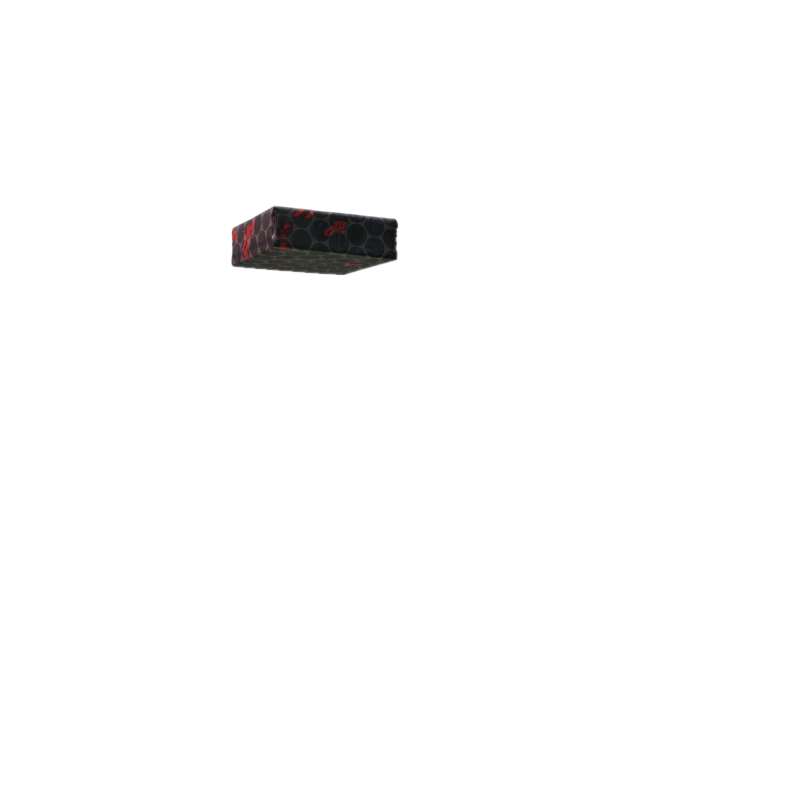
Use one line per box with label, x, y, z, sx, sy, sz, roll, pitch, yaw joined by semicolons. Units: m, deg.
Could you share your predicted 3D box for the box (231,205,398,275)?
box;-0.056;-0.103;0.723;0.086;0.031;0.074;2;-4;-26
